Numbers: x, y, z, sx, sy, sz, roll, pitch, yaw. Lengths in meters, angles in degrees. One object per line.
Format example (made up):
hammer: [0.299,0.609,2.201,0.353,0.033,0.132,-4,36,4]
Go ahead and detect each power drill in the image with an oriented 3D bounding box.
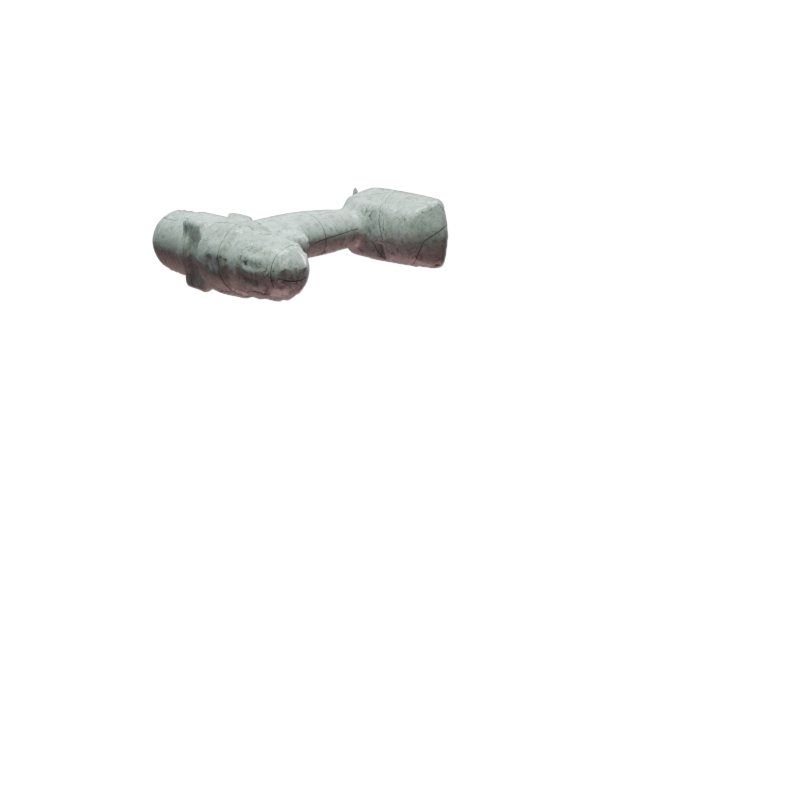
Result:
power drill: [-0.062,-0.112,0.786,0.183,0.056,0.195,-11,20,-31]
